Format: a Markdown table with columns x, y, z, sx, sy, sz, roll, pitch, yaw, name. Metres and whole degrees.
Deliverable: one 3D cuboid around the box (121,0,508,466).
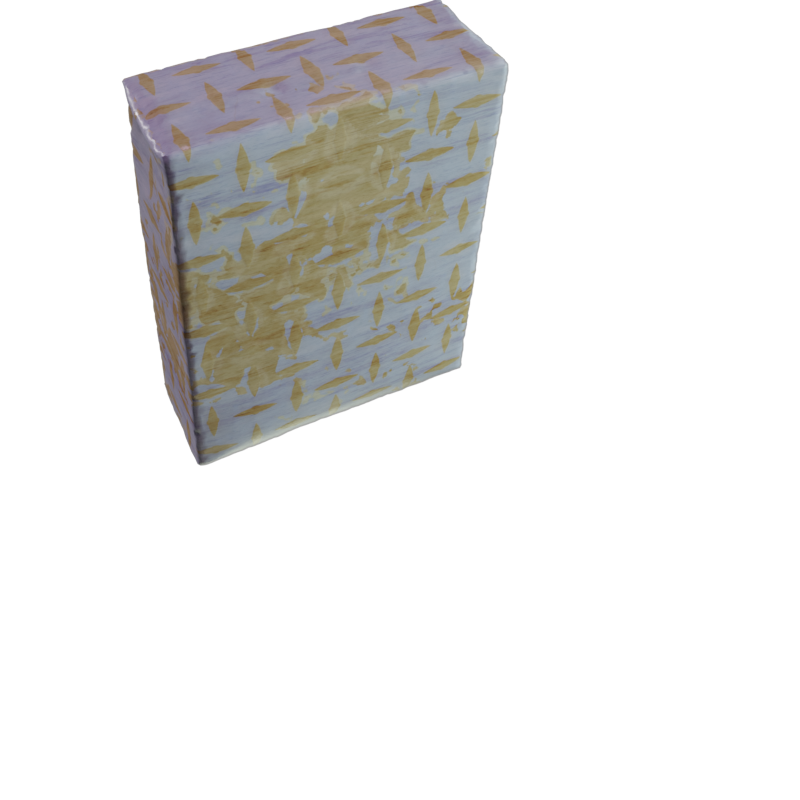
| x | y | z | sx | sy | sz | roll | pitch | yaw | name |
| --- | --- | --- | --- | --- | --- | --- | --- | --- | --- |
| -0.044 | -0.080 | 0.559 | 0.163 | 0.199 | 0.078 | -19 | 52 | -19 | box |
